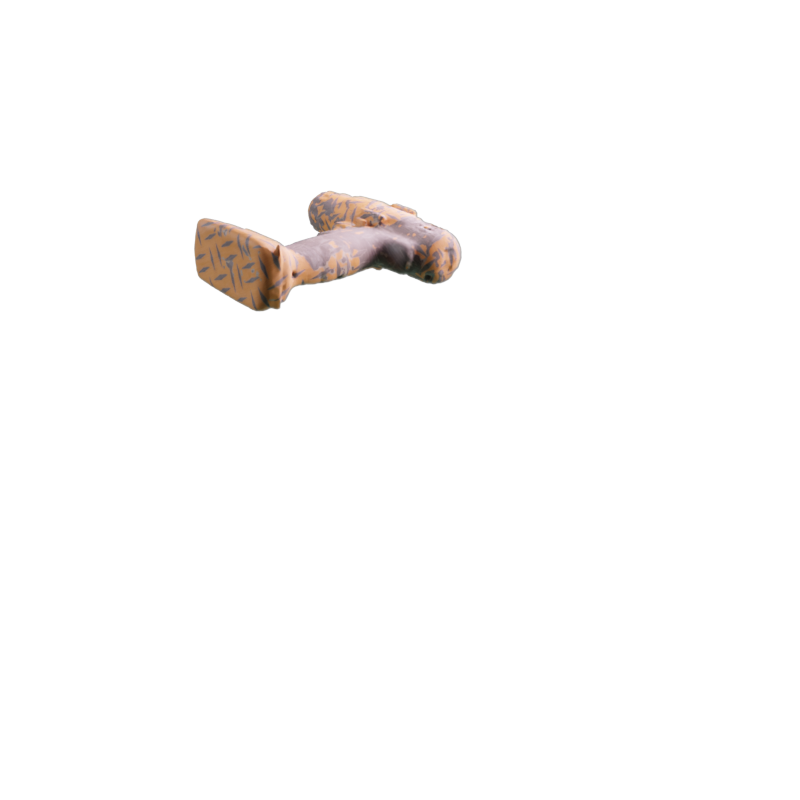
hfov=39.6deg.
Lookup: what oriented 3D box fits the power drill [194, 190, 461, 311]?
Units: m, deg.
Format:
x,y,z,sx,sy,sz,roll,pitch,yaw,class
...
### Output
x,y,z,sx,sy,sz,roll,pitch,yaw,class
-0.072,-0.131,0.917,0.184,0.055,0.197,-16,28,-34,power drill
